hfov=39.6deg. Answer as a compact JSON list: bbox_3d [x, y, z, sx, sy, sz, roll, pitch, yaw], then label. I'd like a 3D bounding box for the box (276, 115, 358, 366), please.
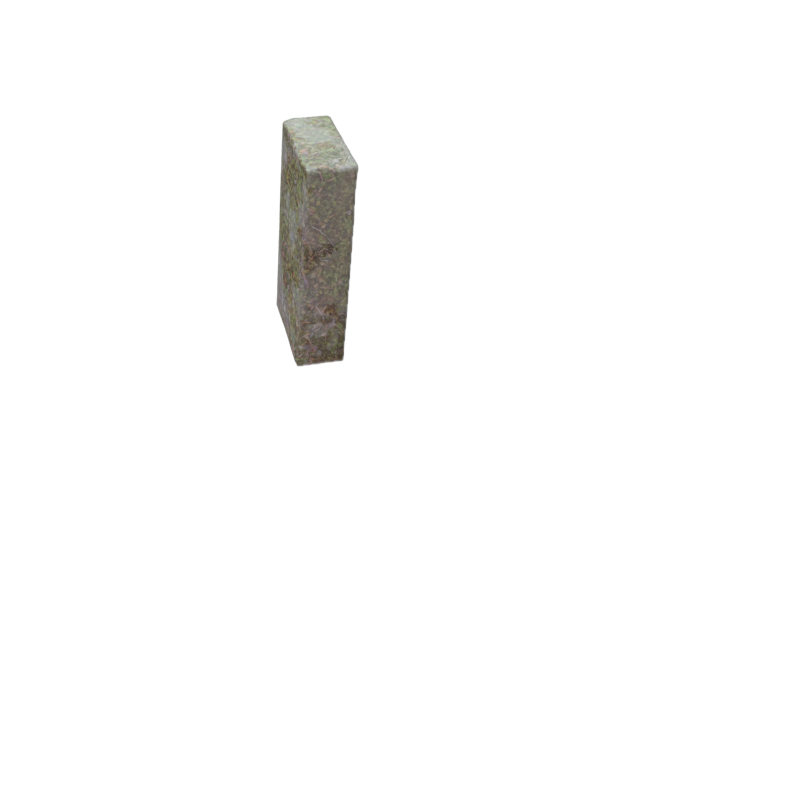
[{"bbox_3d":[-0.068,-0.124,0.870,0.047,0.165,0.101,-7,35,-14],"label":"box"}]
